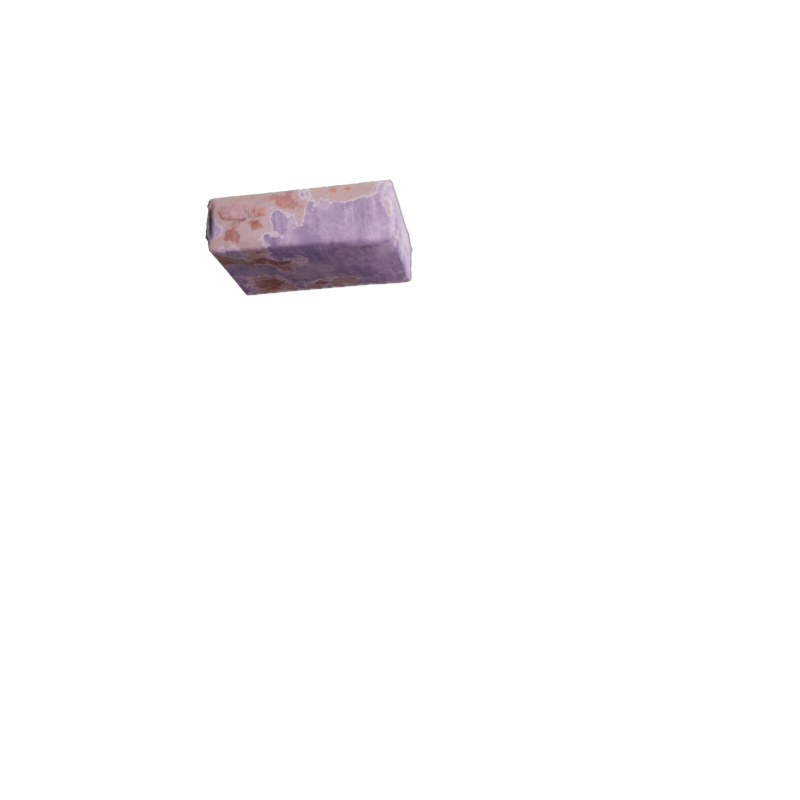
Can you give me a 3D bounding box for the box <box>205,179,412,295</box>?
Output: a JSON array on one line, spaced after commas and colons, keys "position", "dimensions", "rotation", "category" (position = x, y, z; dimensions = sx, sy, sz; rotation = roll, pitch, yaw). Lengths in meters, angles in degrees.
[{"position": [-0.053, -0.097, 0.680], "dimensions": [0.115, 0.040, 0.085], "rotation": [-2, -13, 9], "category": "box"}]
